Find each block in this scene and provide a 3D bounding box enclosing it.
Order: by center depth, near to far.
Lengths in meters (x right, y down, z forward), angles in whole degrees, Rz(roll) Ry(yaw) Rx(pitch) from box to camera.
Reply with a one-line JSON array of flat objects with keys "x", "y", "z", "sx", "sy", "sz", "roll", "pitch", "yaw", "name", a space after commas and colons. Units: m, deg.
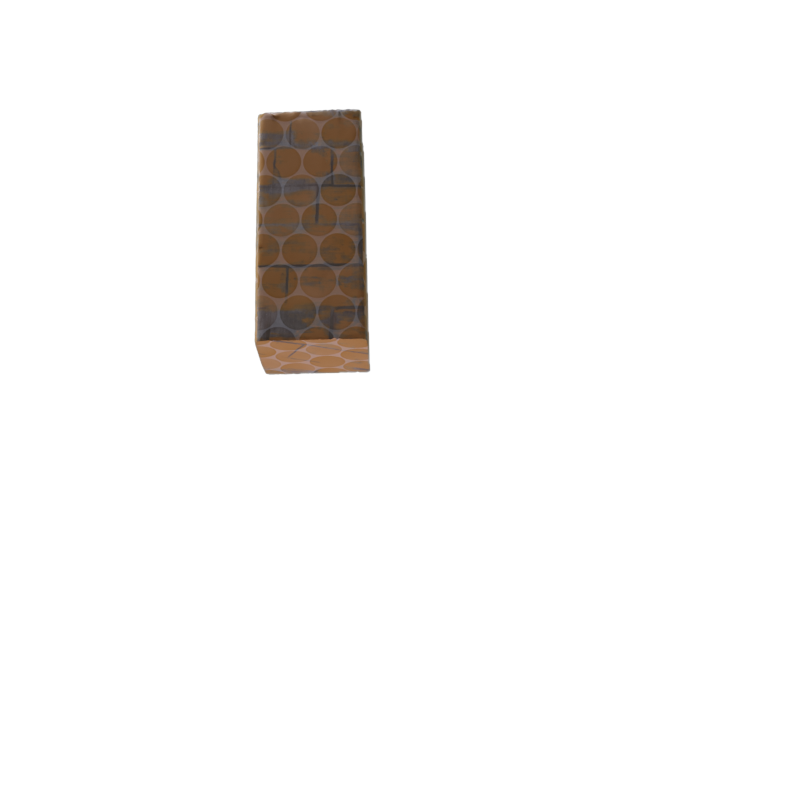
[{"x": -0.074, "y": -0.135, "z": 0.941, "sx": 0.091, "sy": 0.217, "sz": 0.085, "roll": -2, "pitch": -22, "yaw": 2, "name": "block"}]
